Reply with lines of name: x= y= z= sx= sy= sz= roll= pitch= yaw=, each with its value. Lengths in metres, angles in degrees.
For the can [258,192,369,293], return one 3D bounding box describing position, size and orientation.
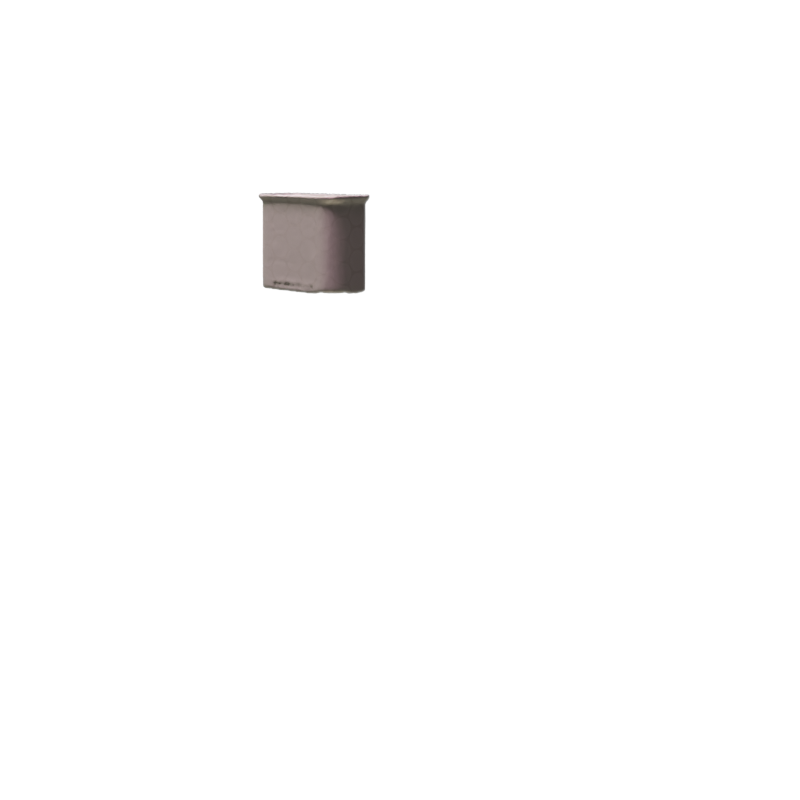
can: x=-0.076 y=-0.138 z=0.970 sx=0.107 sy=0.083 sz=0.056 roll=9 pitch=11 yaw=42
